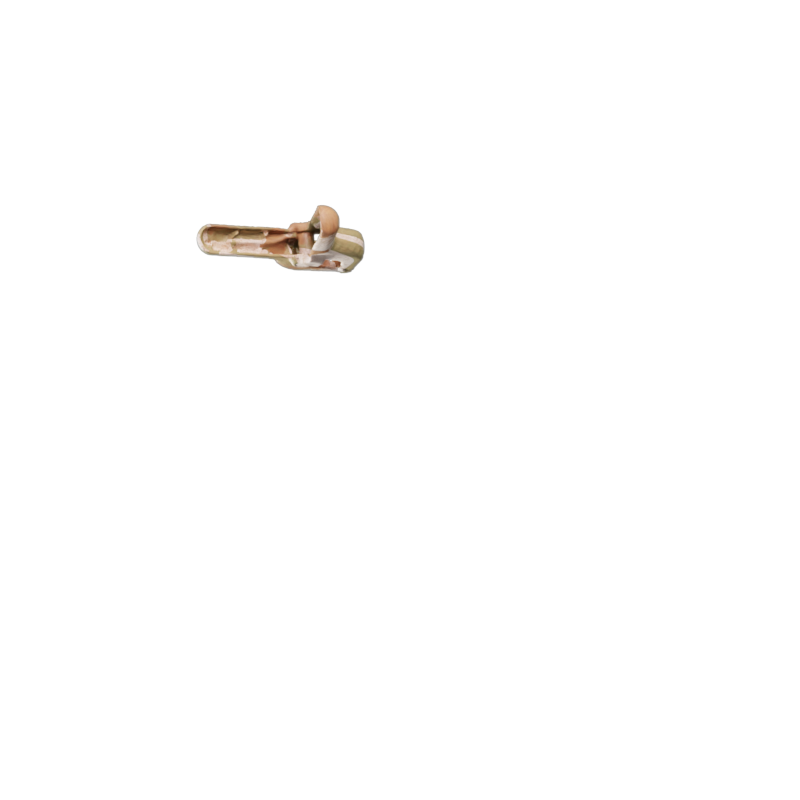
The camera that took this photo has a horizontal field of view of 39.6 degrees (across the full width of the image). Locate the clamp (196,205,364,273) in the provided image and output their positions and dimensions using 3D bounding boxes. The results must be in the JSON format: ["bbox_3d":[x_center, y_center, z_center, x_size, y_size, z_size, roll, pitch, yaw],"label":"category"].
[{"bbox_3d":[-0.072,-0.130,0.914,0.124,0.039,0.165,1,2,32],"label":"clamp"}]
